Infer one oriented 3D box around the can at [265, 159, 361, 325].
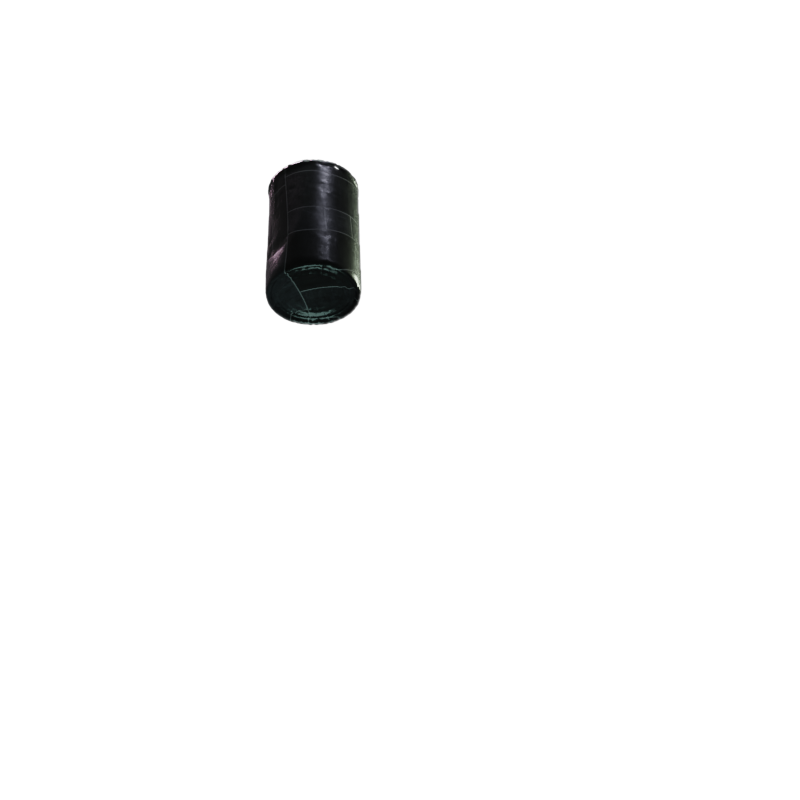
[{"bbox_3d":[-0.062,-0.113,0.794,0.068,0.110,0.064,-1,-39,-3],"label":"can"}]
